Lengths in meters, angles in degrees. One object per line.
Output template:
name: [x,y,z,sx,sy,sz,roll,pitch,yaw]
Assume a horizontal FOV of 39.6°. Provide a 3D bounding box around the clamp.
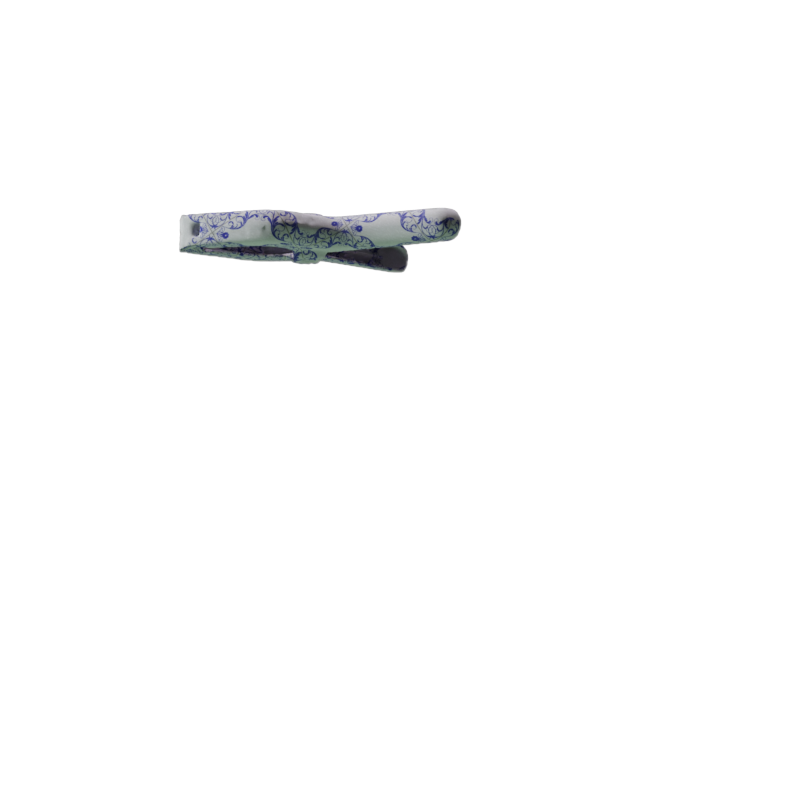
clamp: [-0.069,-0.126,0.885,0.209,0.037,0.162,0,-5,-5]
